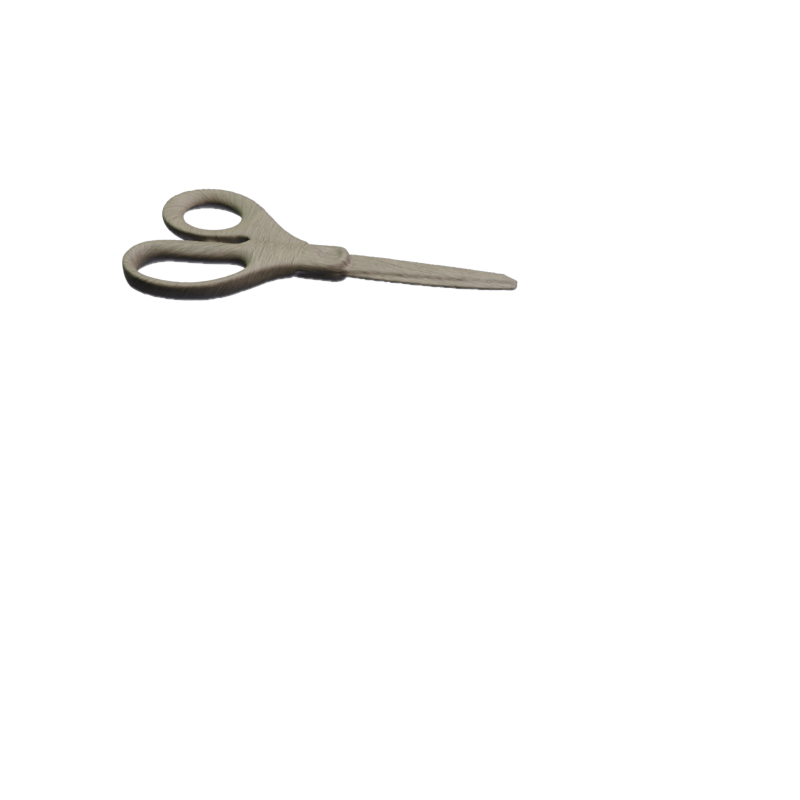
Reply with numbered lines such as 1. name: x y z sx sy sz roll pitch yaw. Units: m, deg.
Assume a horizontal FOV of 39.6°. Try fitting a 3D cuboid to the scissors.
1. scissors: -0.047 -0.085 0.596 0.201 0.015 0.104 -4 42 -4
